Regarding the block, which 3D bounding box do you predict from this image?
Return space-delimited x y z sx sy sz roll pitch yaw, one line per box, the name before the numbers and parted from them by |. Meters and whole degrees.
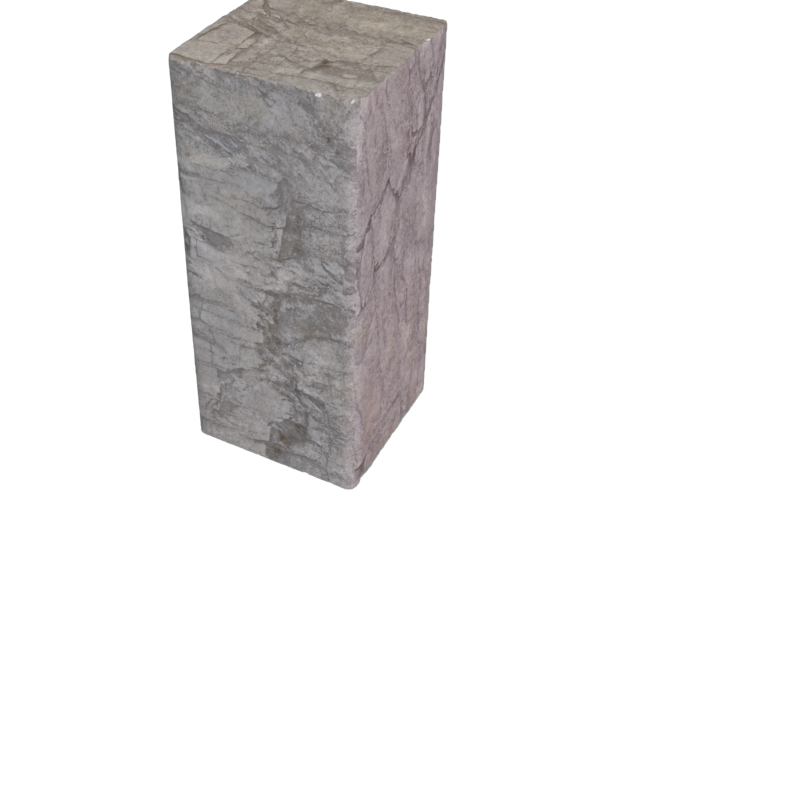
block | -0.041 -0.073 0.516 0.094 0.193 0.093 18 40 19
